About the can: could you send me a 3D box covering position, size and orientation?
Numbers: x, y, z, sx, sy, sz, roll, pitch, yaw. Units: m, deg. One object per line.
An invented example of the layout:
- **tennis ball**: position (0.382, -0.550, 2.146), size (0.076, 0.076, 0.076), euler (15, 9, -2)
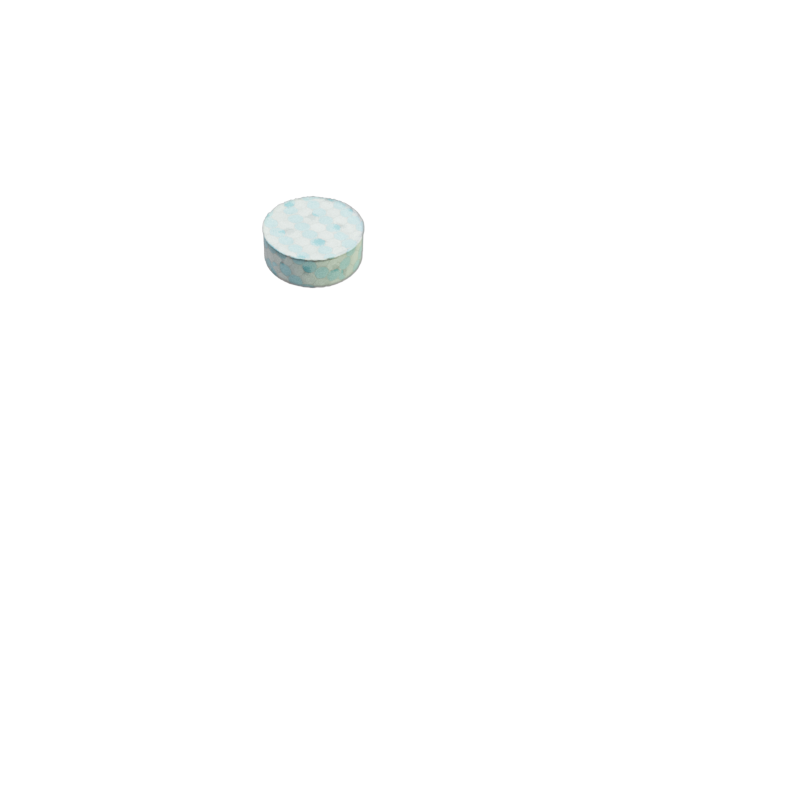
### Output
- **can**: position (-0.073, -0.134, 0.937), size (0.086, 0.031, 0.092), euler (-1, 43, -2)
